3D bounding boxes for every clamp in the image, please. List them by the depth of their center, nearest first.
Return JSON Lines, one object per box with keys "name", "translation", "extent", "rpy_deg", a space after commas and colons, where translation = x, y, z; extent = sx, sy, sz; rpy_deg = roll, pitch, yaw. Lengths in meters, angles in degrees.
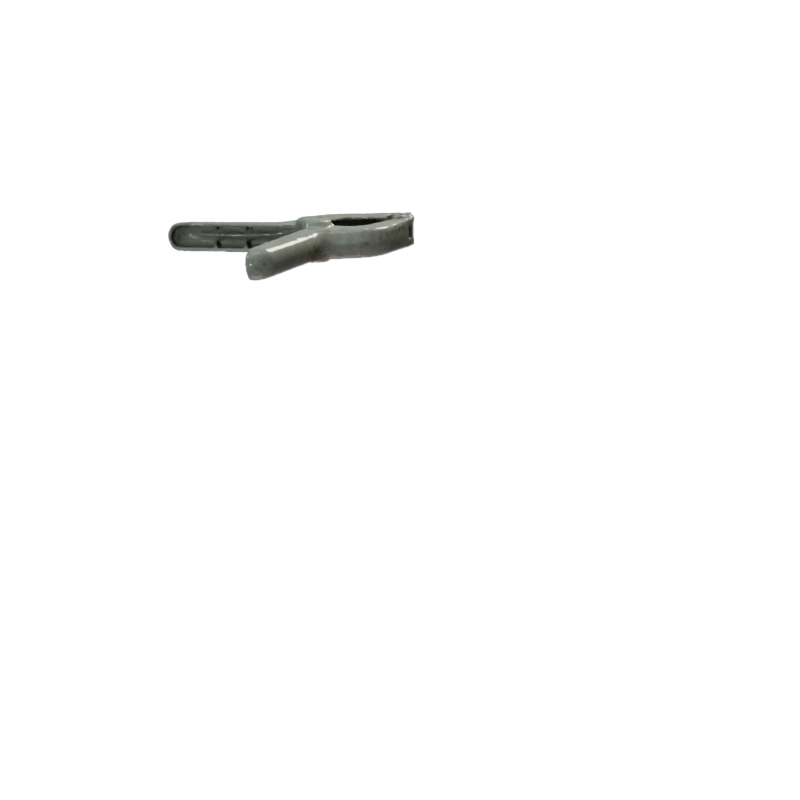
{"name": "clamp", "translation": [-0.073, -0.133, 0.931], "extent": [0.205, 0.035, 0.174], "rpy_deg": [-8, 20, -23]}
